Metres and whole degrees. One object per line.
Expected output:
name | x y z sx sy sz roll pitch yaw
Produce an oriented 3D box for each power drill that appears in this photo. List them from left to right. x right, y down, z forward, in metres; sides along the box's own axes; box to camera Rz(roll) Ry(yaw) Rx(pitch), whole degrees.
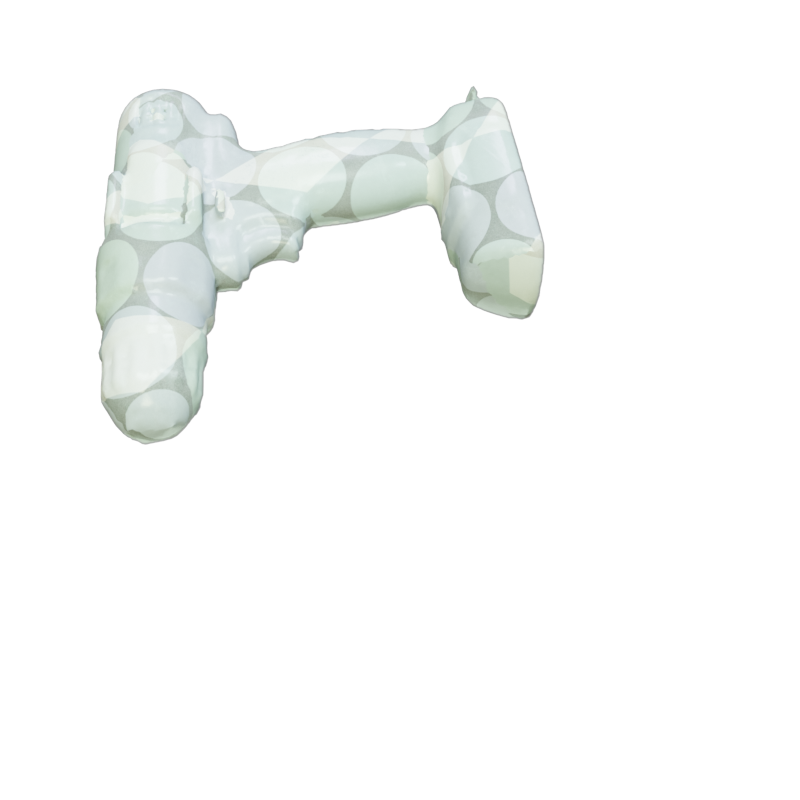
power drill | -0.038 -0.069 0.483 0.187 0.198 0.053 -4 -37 -3
